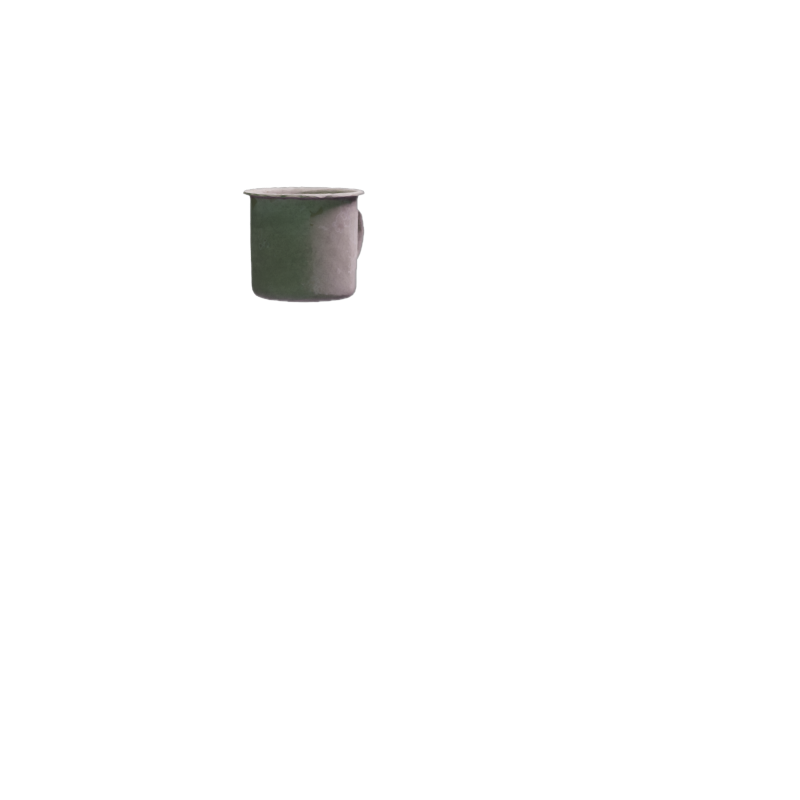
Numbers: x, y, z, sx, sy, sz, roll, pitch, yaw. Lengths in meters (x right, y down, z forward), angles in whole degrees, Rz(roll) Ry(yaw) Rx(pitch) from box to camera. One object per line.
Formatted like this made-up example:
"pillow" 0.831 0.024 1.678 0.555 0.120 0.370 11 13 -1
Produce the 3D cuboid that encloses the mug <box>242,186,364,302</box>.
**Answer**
"mug" -0.068 -0.123 0.862 0.097 0.080 0.115 8 14 33
